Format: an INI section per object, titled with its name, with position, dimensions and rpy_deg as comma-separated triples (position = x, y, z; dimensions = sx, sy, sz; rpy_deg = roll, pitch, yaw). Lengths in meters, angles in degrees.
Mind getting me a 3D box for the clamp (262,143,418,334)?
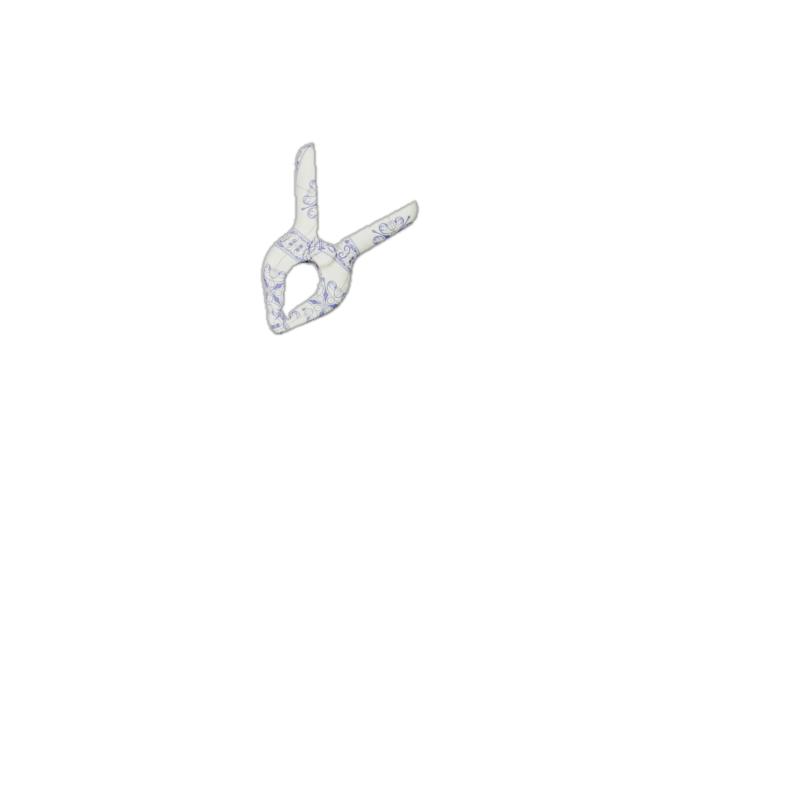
[clamp]
position = -0.078, -0.142, 0.993
dimensions = 0.122, 0.173, 0.038
rpy_deg = 37, -10, 7
